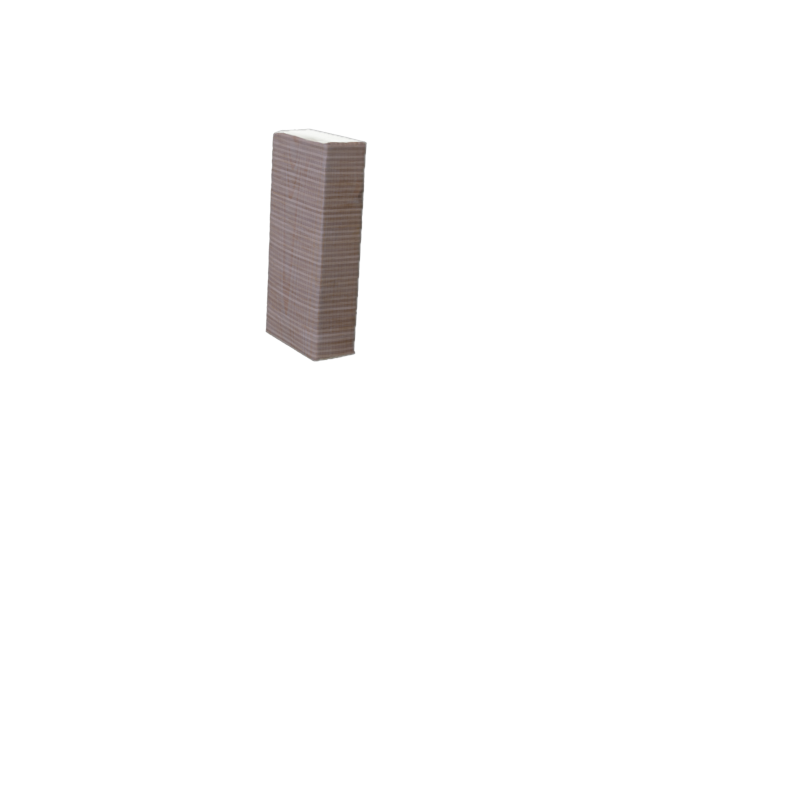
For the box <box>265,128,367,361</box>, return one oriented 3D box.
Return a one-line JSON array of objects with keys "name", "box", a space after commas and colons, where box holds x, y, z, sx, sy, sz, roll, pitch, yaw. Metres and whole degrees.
[{"name": "box", "box": [-0.071, -0.130, 0.908, 0.047, 0.171, 0.099, -7, 16, -31]}]
